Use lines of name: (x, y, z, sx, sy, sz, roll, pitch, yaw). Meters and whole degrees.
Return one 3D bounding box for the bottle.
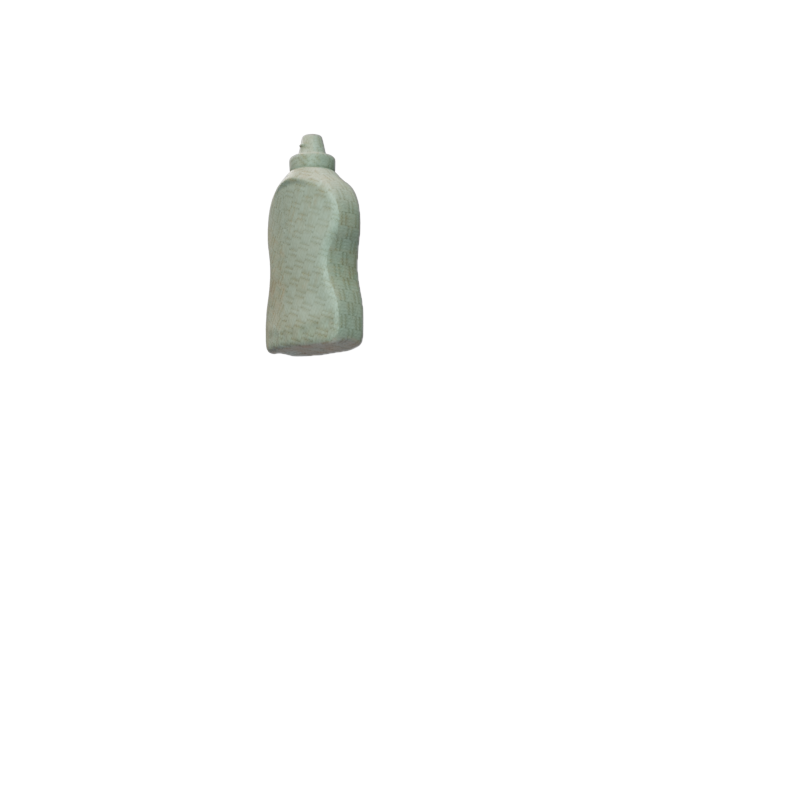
bottle: (-0.076, -0.138, 0.963, 0.055, 0.198, 0.098, 10, -16, -41)
